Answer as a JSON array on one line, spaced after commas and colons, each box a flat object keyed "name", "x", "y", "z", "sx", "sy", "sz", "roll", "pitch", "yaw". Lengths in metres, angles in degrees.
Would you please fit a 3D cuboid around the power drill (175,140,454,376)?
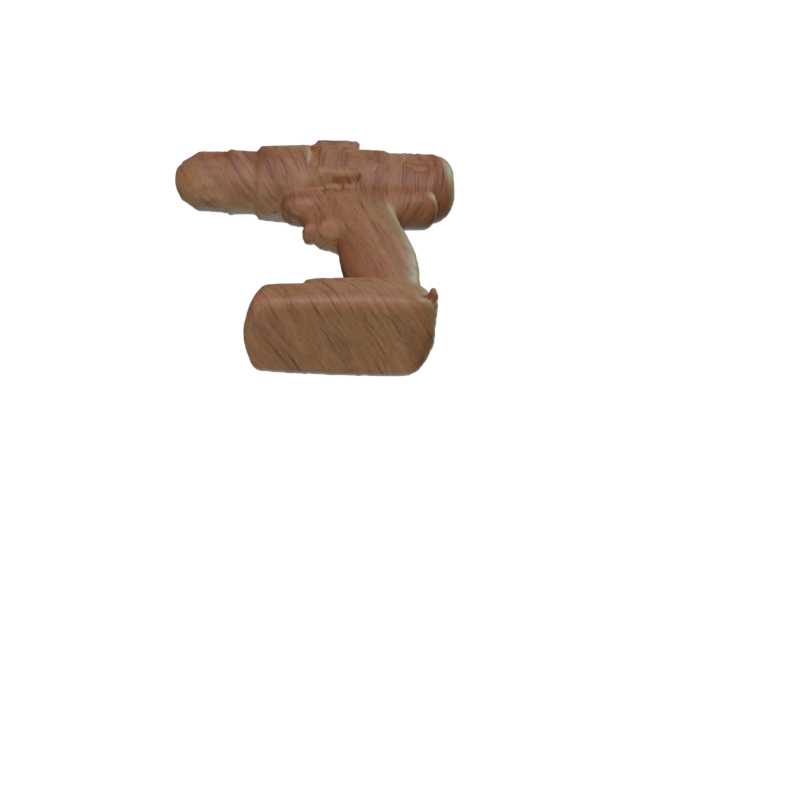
[{"name": "power drill", "x": -0.053, "y": -0.097, "z": 0.678, "sx": 0.184, "sy": 0.053, "sz": 0.201, "roll": -1, "pitch": 41, "yaw": -1}]
